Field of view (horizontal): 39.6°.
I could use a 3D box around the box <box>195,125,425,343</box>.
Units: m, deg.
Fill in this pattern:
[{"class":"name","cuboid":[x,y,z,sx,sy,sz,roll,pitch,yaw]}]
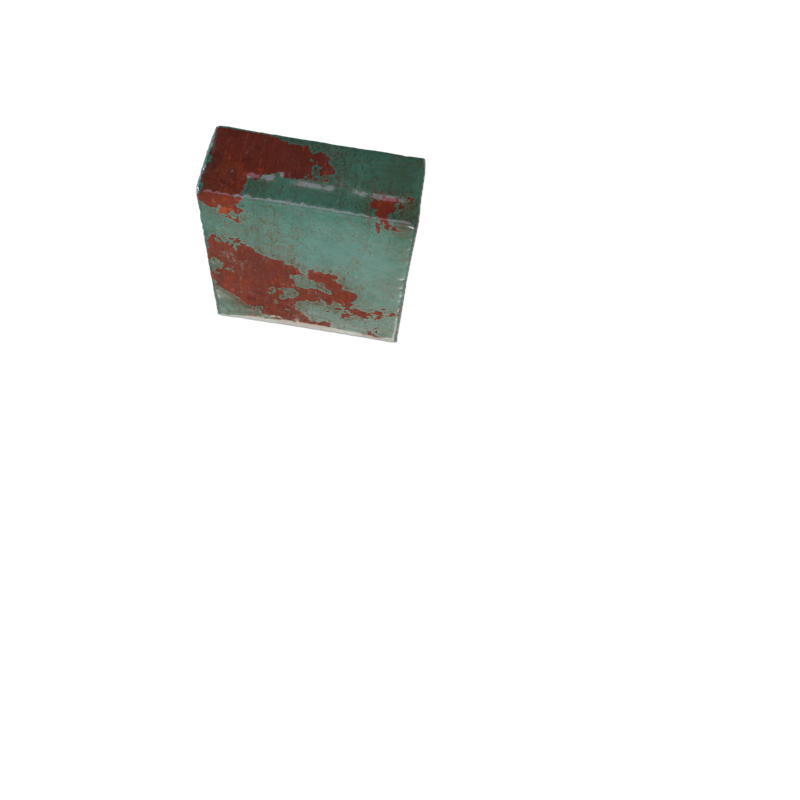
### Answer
[{"class":"box","cuboid":[-0.071,-0.129,0.902,0.165,0.075,0.202,10,-23,2]}]
